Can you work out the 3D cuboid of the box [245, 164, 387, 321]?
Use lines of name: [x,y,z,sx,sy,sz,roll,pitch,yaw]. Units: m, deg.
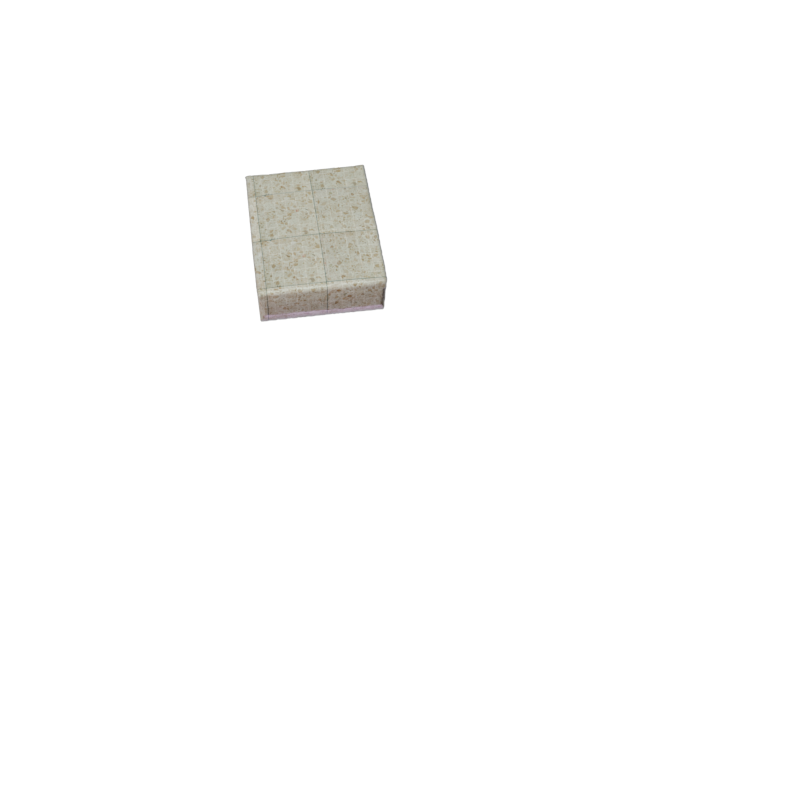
box: [-0.062,-0.114,0.798,0.089,0.122,0.036,-7,-37,-6]
